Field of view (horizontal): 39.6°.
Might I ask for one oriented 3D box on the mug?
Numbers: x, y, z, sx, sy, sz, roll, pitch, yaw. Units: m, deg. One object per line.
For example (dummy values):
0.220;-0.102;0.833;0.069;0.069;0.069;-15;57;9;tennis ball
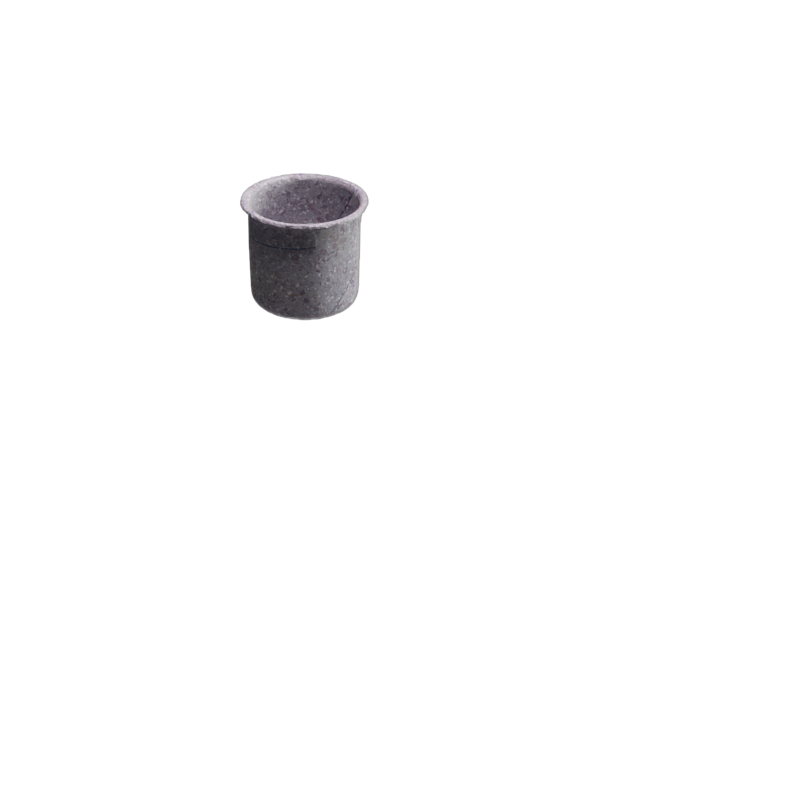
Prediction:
-0.065;-0.118;0.828;0.098;0.077;0.119;17;35;24;mug
